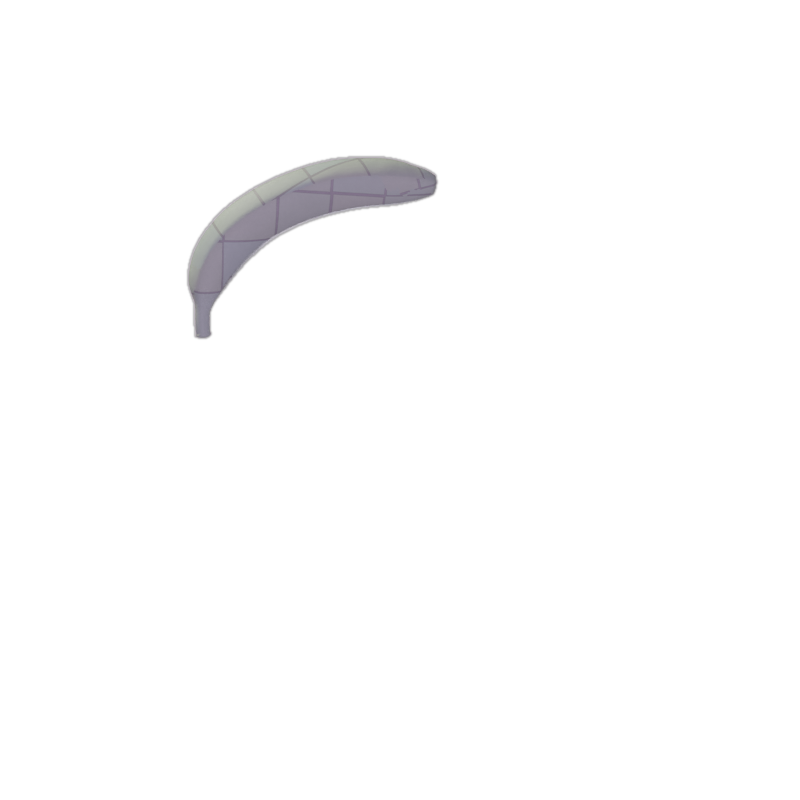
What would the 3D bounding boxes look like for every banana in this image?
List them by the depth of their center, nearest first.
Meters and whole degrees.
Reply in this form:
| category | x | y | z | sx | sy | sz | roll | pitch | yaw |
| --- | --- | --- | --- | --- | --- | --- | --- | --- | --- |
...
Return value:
| category | x | y | z | sx | sy | sz | roll | pitch | yaw |
| --- | --- | --- | --- | --- | --- | --- | --- | --- | --- |
| banana | -0.073 | -0.122 | 0.764 | 0.197 | 0.068 | 0.038 | -32 | 10 | 5 |
